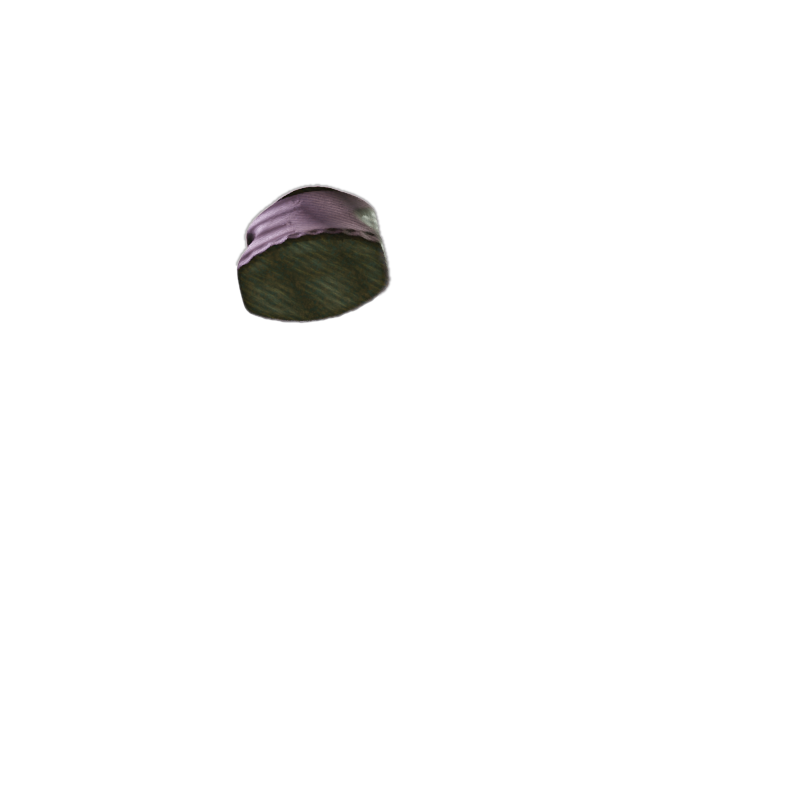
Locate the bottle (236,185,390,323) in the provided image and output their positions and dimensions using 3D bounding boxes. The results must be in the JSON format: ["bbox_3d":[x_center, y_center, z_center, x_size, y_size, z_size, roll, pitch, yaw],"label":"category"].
[{"bbox_3d":[-0.062,-0.113,0.785,0.096,0.056,0.200,-12,22,1],"label":"bottle"}]
